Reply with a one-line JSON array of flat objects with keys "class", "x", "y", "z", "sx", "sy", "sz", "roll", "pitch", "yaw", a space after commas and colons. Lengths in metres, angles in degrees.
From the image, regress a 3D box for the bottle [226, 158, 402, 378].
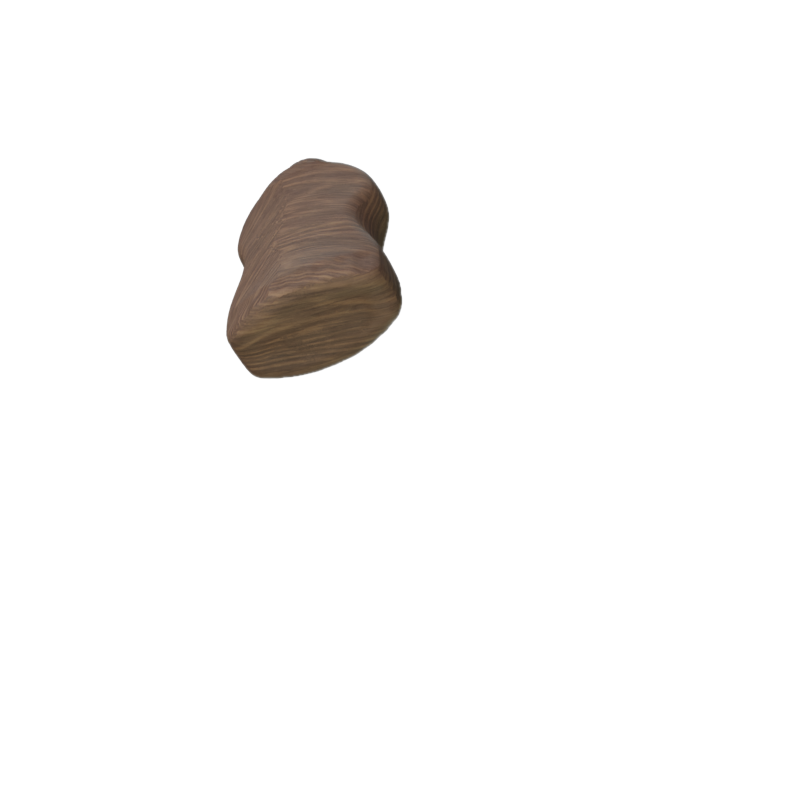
[{"class": "bottle", "x": -0.053, "y": -0.096, "z": 0.673, "sx": 0.096, "sy": 0.054, "sz": 0.205, "roll": -25, "pitch": 33, "yaw": 14}]
